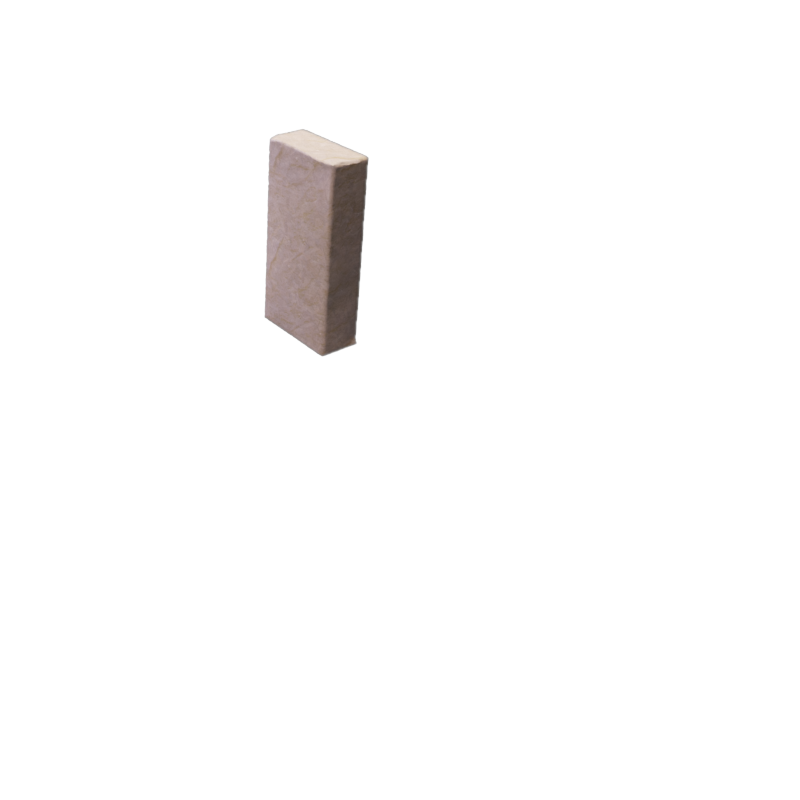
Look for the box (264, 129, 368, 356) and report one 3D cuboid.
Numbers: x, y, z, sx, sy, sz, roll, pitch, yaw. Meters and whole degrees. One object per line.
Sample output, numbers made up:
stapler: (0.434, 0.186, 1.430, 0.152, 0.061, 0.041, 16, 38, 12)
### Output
box: (-0.076, -0.137, 0.961, 0.047, 0.167, 0.100, -18, 32, -35)
